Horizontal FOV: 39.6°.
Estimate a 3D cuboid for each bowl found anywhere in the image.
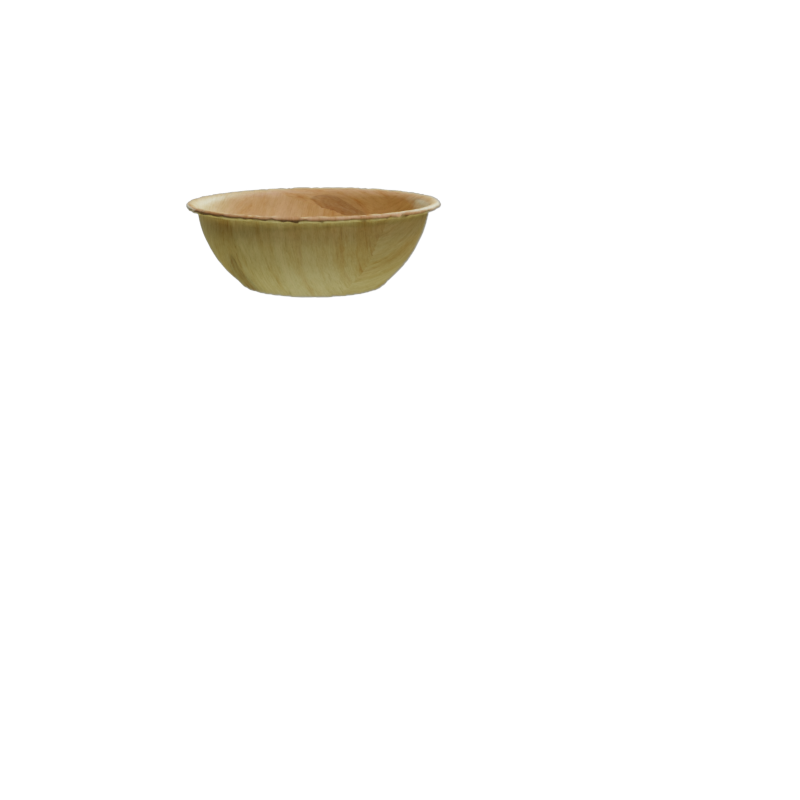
[{"bbox_3d":[-0.055,-0.101,0.709,0.162,0.053,0.167,-1,16,-2],"label":"bowl"}]
